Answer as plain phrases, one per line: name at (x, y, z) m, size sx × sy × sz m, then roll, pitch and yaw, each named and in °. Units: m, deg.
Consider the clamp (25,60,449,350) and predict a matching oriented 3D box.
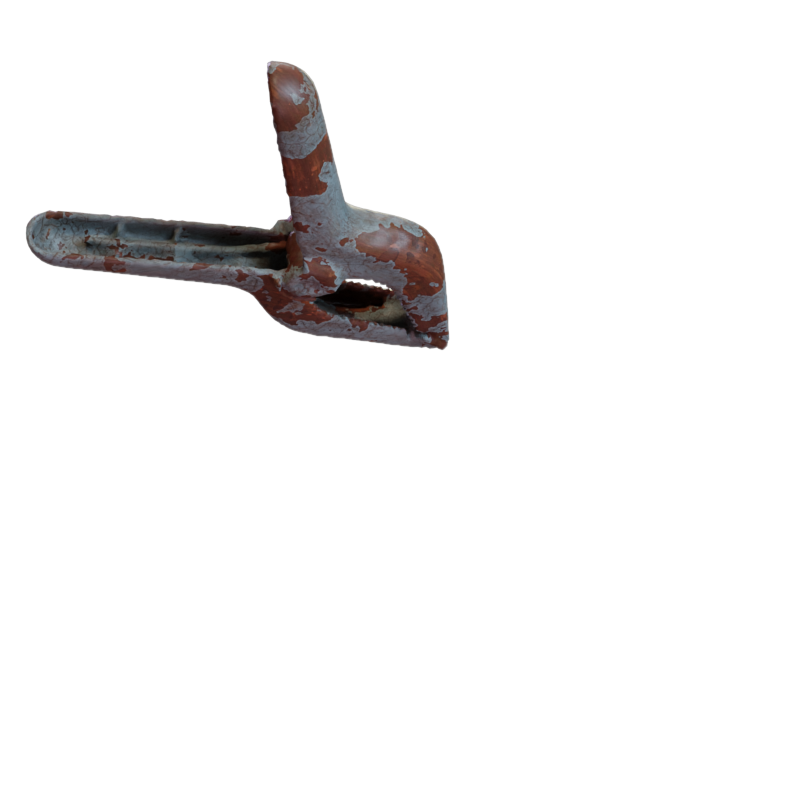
clamp at (-0.039, -0.072, 0.504) m, size 0.198 × 0.039 × 0.164 m, roll 21°, pitch -33°, yaw -37°
